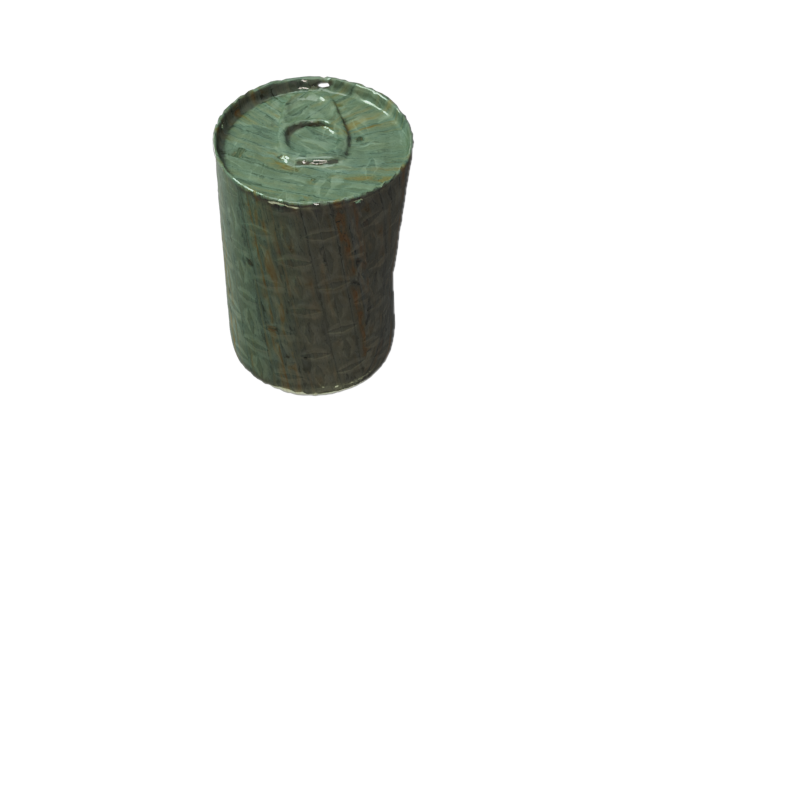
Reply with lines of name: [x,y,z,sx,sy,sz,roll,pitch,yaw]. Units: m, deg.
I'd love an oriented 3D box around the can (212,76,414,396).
can: [-0.032,-0.058,0.409,0.068,0.074,0.095,0,-41,-3]
